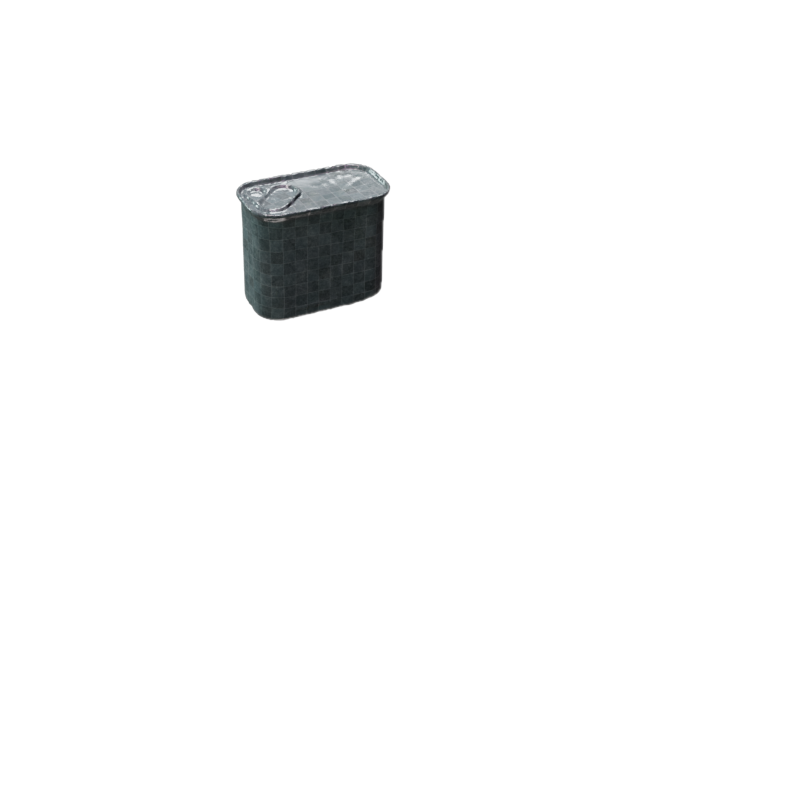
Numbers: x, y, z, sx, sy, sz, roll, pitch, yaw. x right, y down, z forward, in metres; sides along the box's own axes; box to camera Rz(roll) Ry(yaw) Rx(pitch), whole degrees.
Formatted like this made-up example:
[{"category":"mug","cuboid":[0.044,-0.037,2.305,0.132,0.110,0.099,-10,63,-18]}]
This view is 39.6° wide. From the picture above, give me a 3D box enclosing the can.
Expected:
[{"category":"can","cuboid":[-0.060,-0.110,0.769,0.100,0.079,0.062,-14,35,-21]}]
